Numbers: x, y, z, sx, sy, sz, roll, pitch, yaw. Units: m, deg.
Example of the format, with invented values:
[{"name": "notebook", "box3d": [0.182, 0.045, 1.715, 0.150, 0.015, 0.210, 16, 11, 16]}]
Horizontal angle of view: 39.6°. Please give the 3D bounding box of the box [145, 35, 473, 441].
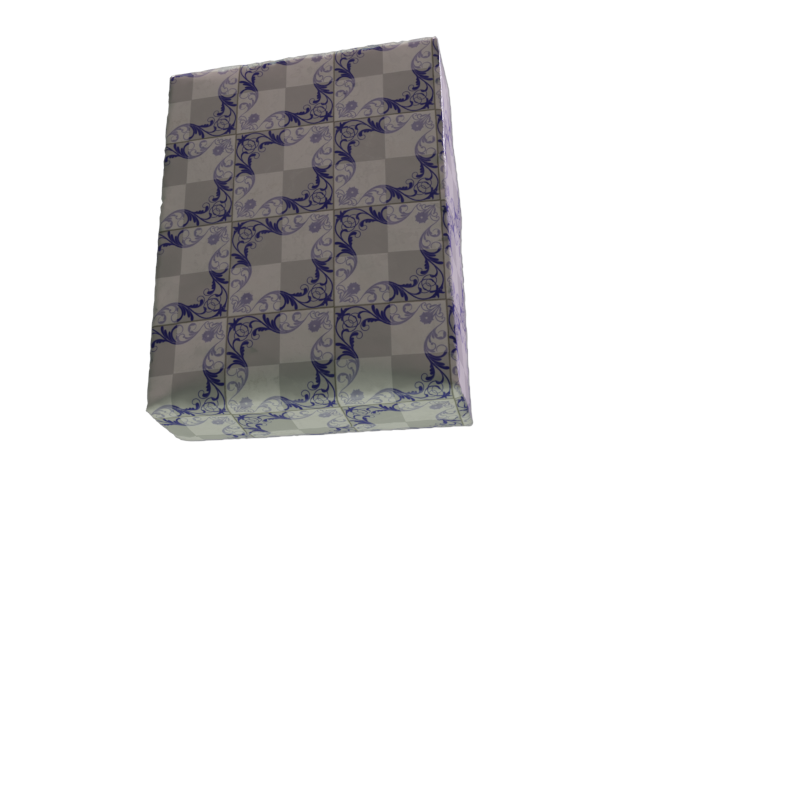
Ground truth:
[{"name": "box", "box3d": [-0.049, -0.089, 0.625, 0.166, 0.226, 0.067, -6, -26, 10]}]
